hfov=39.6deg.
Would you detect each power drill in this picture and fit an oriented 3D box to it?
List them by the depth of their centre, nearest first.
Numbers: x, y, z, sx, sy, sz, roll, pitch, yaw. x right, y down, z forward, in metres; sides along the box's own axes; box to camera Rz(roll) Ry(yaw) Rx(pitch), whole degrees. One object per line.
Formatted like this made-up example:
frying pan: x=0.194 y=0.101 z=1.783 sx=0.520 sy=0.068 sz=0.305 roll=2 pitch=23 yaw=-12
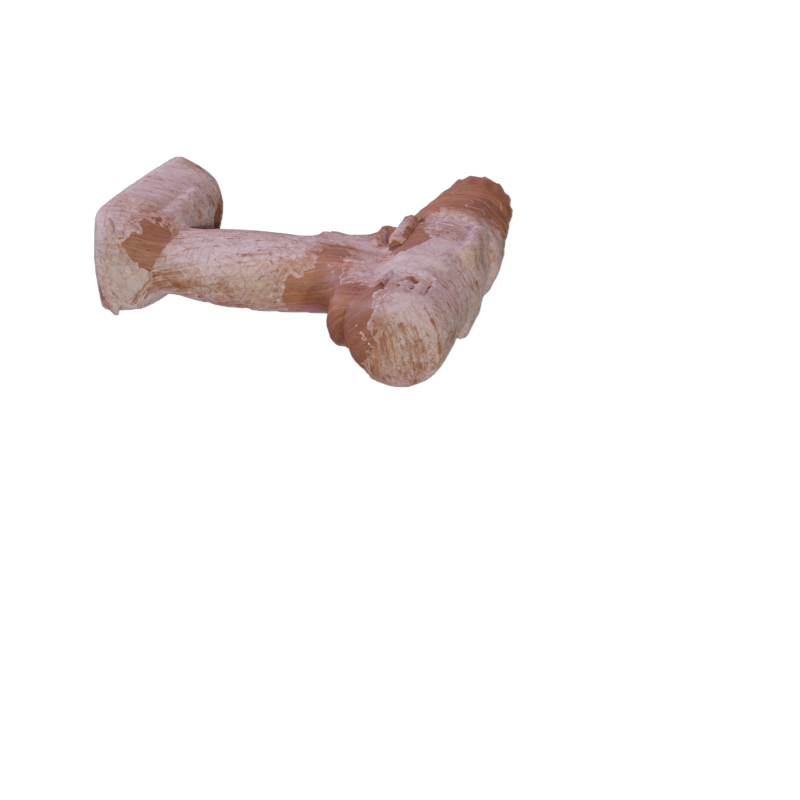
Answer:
power drill: x=-0.044 y=-0.080 z=0.561 sx=0.193 sy=0.054 sz=0.190 roll=9 pitch=29 yaw=16
